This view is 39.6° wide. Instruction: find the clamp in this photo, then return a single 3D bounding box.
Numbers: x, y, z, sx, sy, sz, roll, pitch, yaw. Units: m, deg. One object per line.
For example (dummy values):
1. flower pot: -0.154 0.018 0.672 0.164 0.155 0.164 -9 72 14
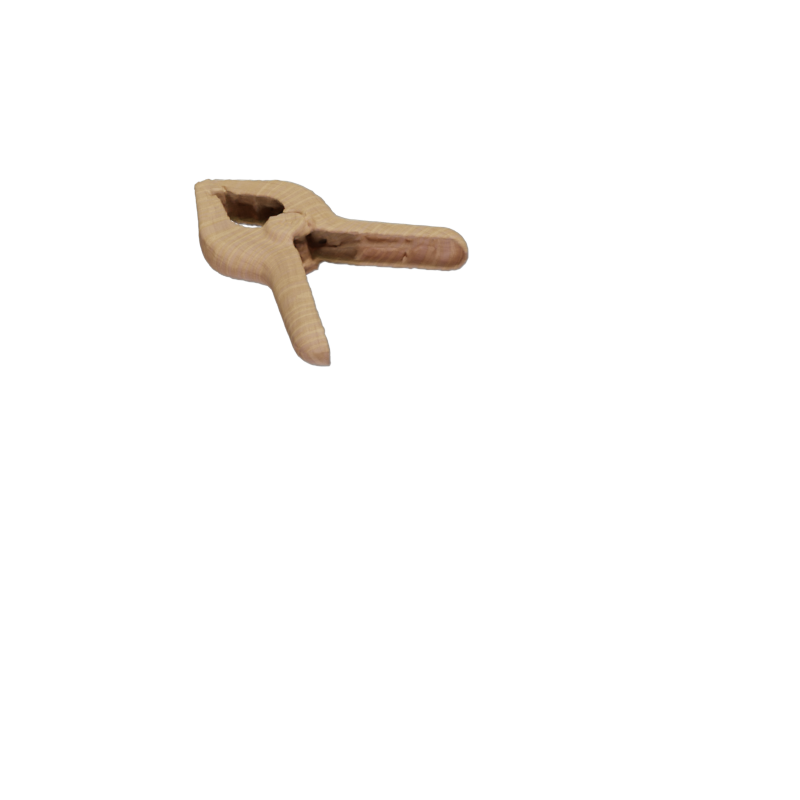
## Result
1. clamp: -0.049 -0.090 0.631 0.119 0.037 0.185 -25 46 -28
